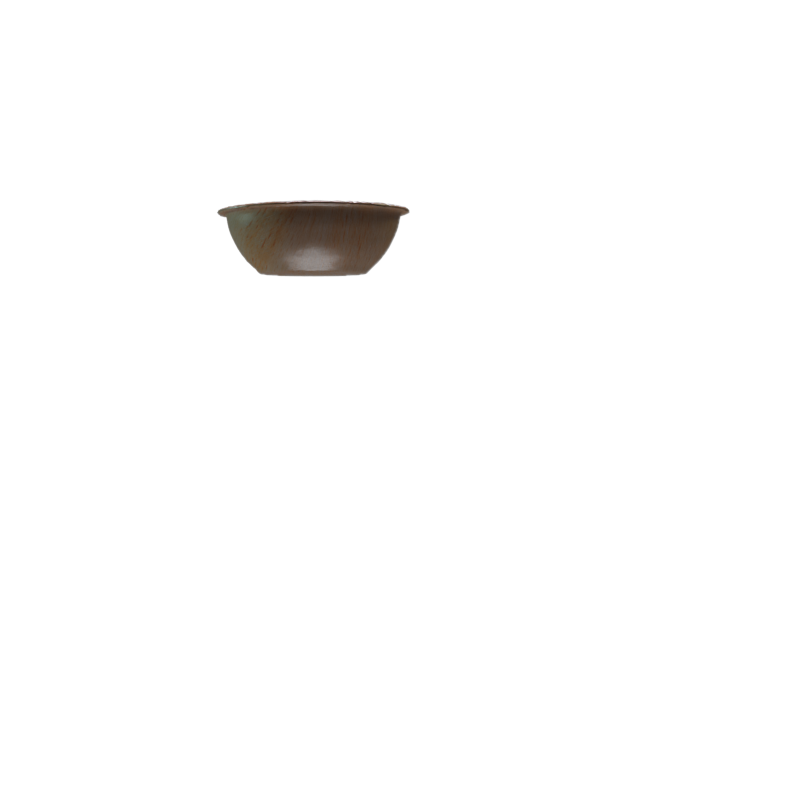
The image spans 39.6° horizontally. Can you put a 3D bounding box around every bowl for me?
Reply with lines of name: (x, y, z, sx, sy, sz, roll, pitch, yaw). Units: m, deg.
bowl: (-0.073, -0.133, 0.934, 0.162, 0.055, 0.162, 0, 3, -2)
